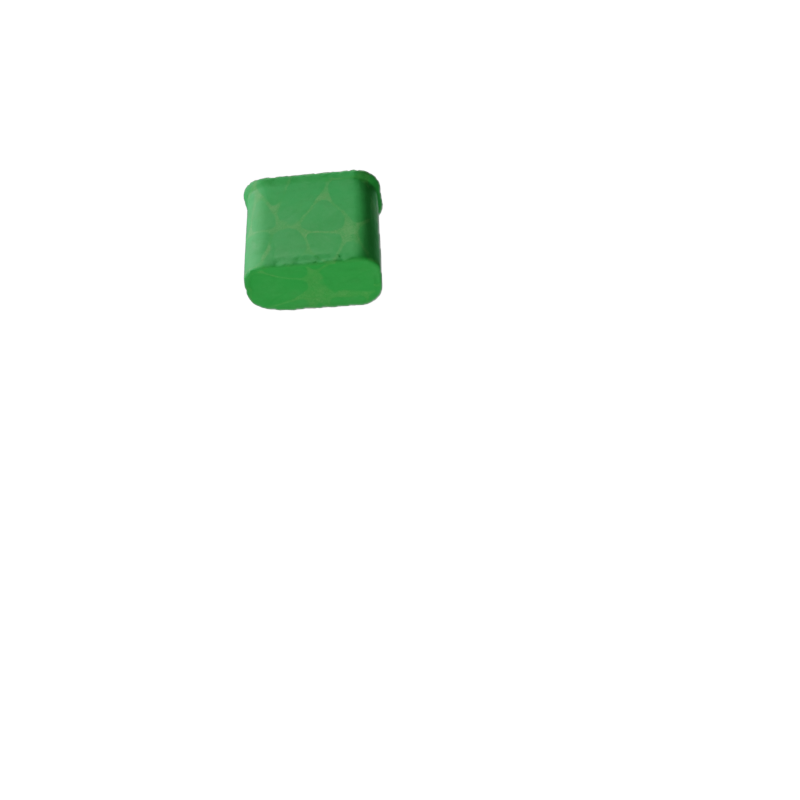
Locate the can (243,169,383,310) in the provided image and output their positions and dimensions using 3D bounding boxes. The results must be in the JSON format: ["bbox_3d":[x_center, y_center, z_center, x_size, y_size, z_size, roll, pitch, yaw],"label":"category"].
[{"bbox_3d":[-0.062,-0.114,0.800,0.102,0.090,0.053,-5,-38,4],"label":"can"}]
